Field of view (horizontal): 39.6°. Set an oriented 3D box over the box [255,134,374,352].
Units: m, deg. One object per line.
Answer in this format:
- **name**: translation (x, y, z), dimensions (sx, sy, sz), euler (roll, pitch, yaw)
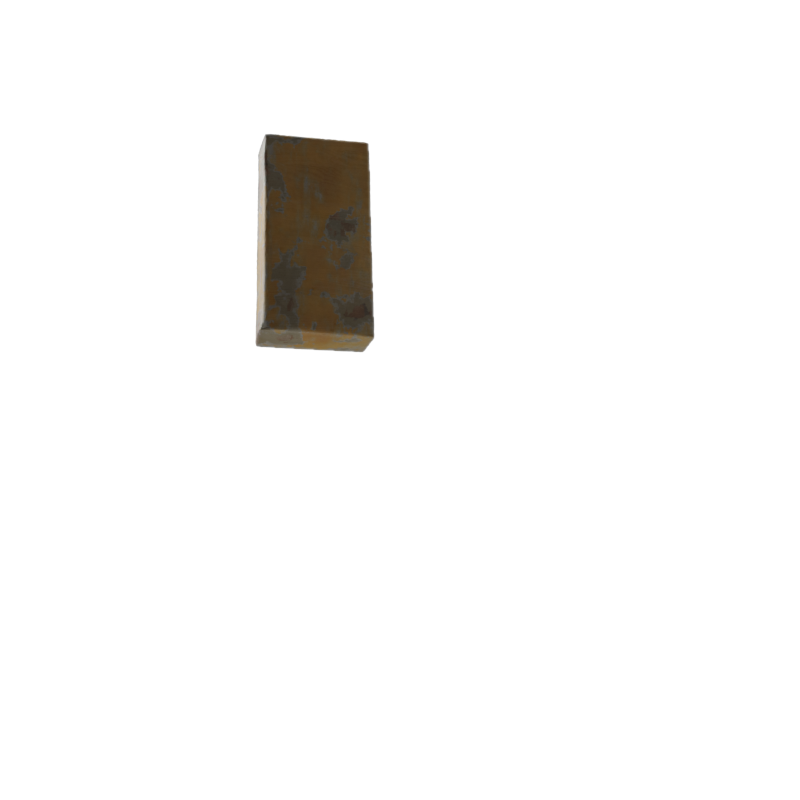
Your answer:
- **box**: translation (-0.072, -0.131, 0.920), dimensions (0.092, 0.186, 0.046), euler (3, -24, -11)
